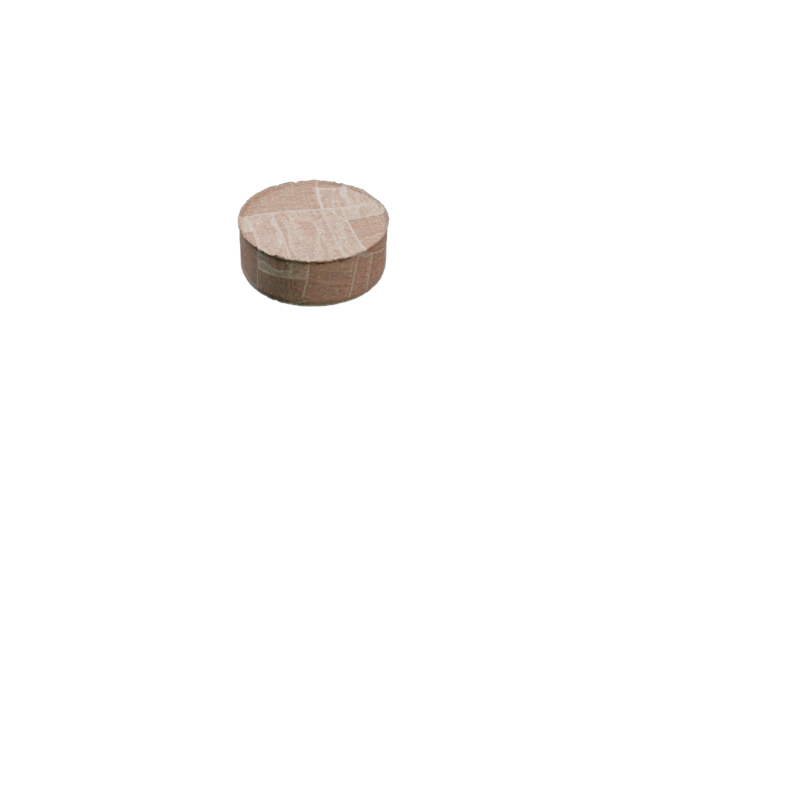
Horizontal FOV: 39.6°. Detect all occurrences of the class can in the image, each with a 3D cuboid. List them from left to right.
[{"bbox_3d":[-0.050,-0.091,0.636,0.086,0.031,0.092,-1,38,-2],"label":"can"}]
